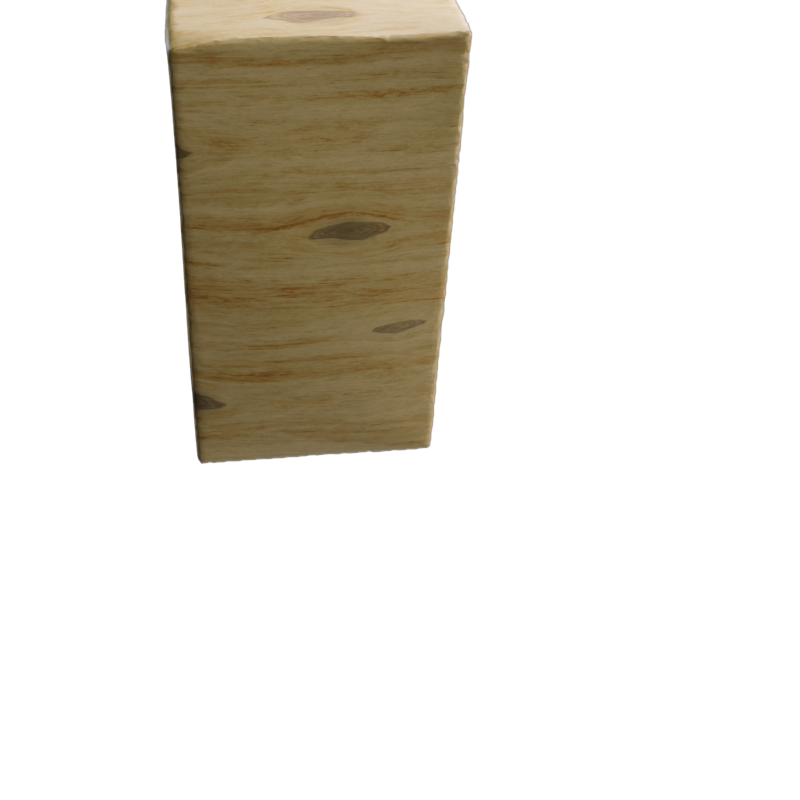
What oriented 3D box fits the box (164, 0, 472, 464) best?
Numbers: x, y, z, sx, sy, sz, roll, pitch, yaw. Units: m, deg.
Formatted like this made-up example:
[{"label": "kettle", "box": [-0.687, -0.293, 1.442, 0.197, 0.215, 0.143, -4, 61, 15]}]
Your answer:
[{"label": "box", "box": [-0.030, -0.055, 0.387, 0.093, 0.164, 0.052, -3, 42, -7]}]
